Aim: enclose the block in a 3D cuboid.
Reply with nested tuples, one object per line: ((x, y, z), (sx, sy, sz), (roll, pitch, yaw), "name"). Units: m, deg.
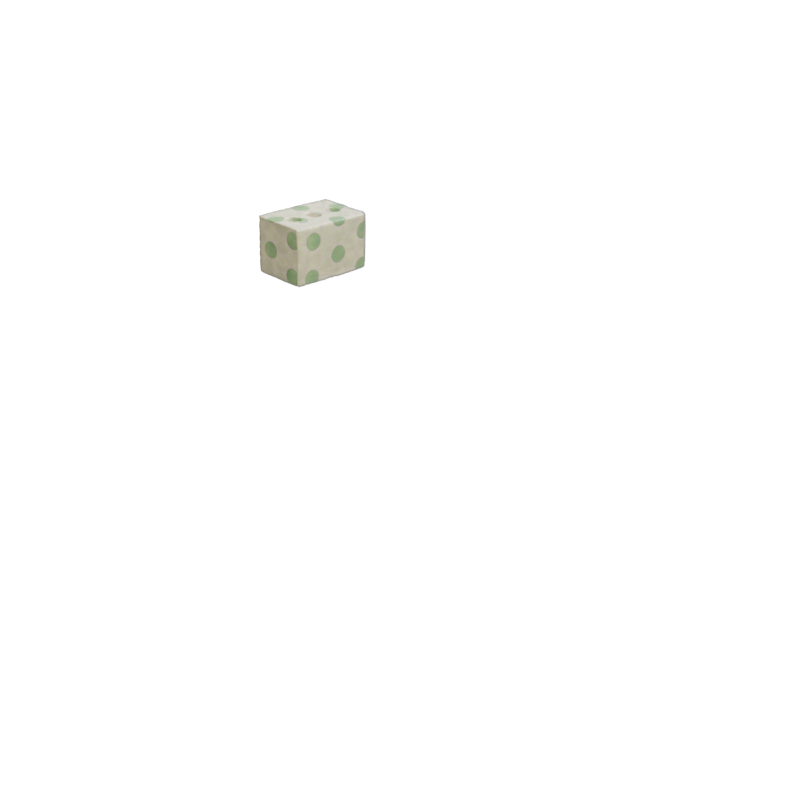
((-0.074, -0.135, 0.942), (0.077, 0.049, 0.056), (-21, 31, -39), "block")
